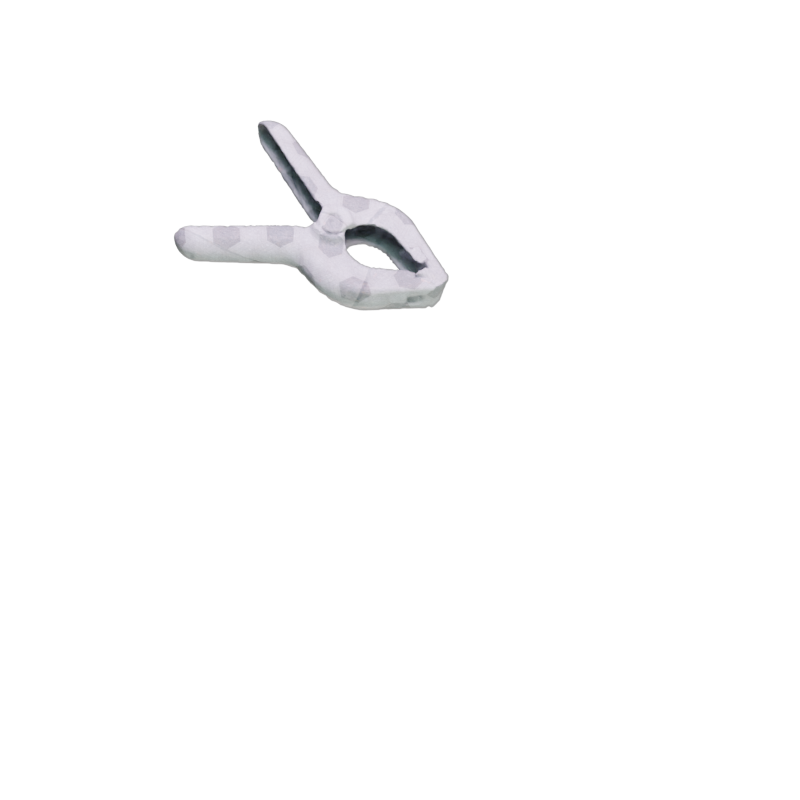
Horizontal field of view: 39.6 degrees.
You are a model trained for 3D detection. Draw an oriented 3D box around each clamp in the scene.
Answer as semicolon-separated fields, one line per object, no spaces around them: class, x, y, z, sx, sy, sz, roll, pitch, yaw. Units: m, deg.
clamp;-0.056;-0.102;0.712;0.178;0.123;0.037;33;-23;16
